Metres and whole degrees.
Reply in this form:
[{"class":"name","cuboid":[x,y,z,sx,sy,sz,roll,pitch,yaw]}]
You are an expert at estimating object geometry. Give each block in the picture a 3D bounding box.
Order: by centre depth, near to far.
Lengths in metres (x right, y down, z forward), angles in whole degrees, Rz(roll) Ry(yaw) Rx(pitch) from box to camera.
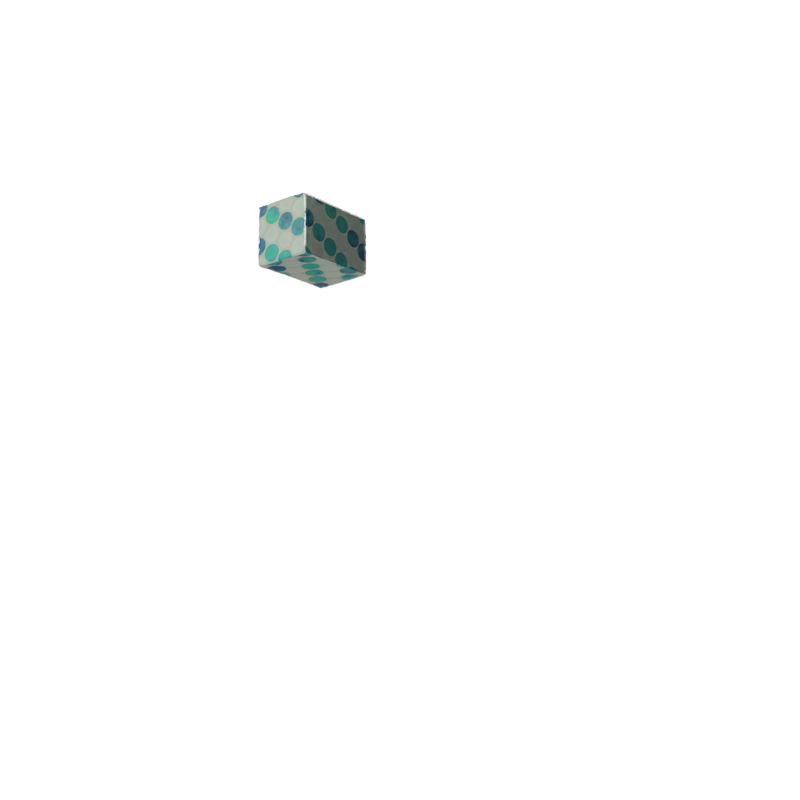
[{"class":"block","cuboid":[-0.071,-0.129,0.905,0.054,0.053,0.073,-14,-20,37]}]
